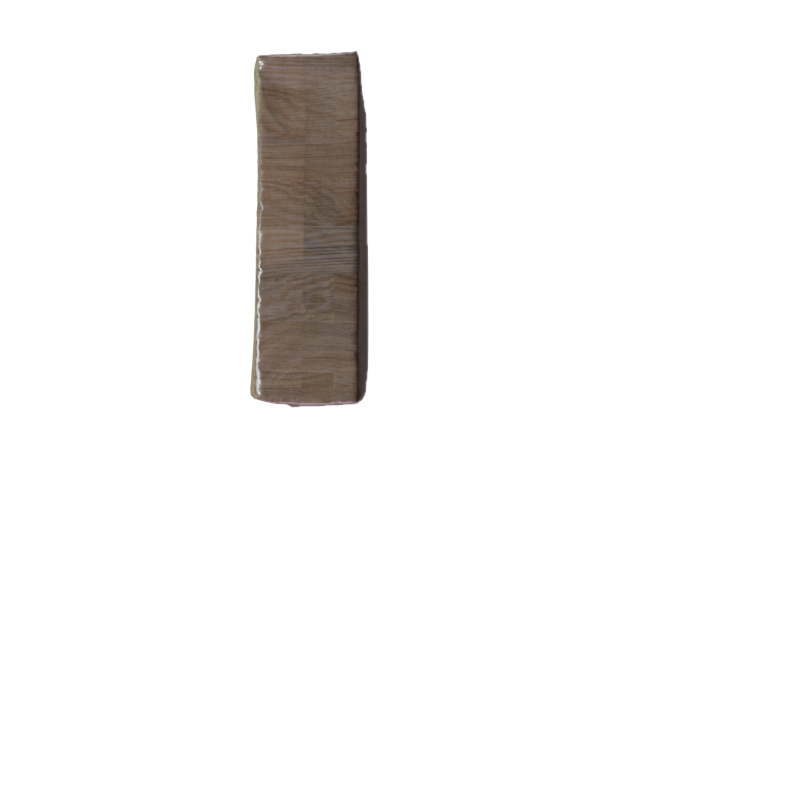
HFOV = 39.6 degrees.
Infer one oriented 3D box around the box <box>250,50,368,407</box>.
[{"bbox_3d":[-0.058,-0.105,0.735,0.072,0.217,0.162,0,-4,0],"label":"box"}]
